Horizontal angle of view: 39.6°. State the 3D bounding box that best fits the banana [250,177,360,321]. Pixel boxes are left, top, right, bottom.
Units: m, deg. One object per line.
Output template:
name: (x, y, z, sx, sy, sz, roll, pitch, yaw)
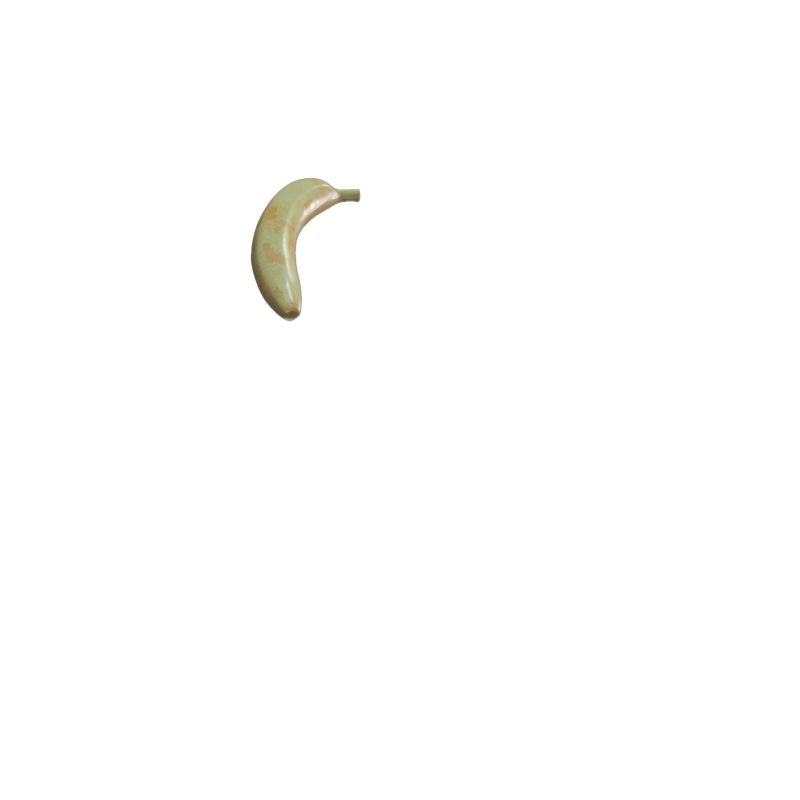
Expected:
banana: (-0.090, -0.140, 0.941, 0.071, 0.034, 0.208, 9, 41, 10)
